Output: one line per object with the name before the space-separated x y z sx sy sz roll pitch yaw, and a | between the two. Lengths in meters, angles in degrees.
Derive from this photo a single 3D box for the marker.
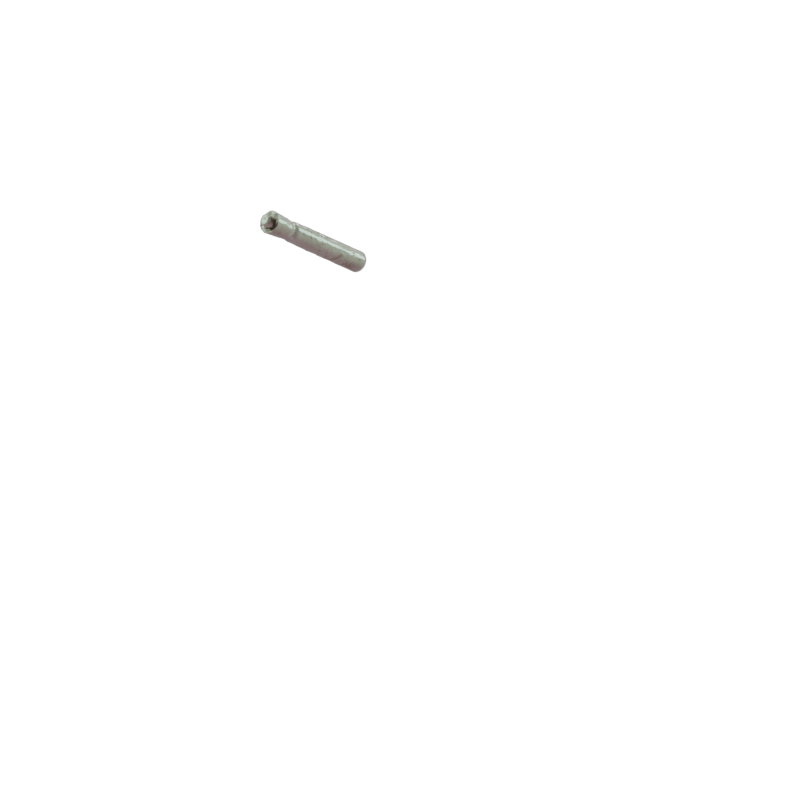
marker | -0.071 -0.129 0.904 0.021 0.020 0.114 3 -9 39
